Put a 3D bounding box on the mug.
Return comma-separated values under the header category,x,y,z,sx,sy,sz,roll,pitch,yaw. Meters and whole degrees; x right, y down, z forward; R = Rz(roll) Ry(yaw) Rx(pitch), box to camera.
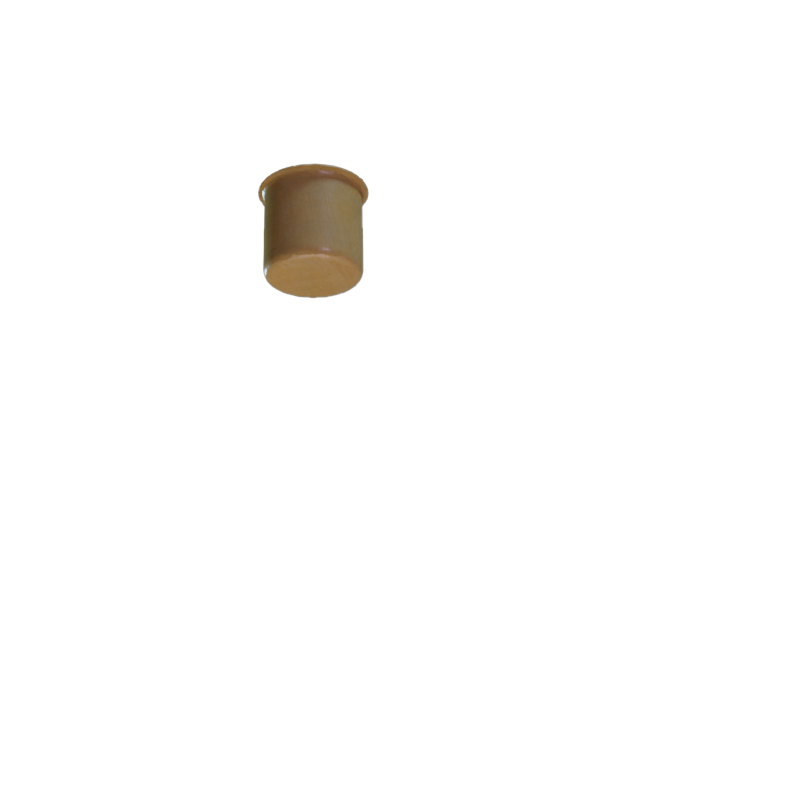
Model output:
category,x,y,z,sx,sy,sz,roll,pitch,yaw
mug,-0.072,-0.132,0.925,0.093,0.086,0.111,0,-24,-3
